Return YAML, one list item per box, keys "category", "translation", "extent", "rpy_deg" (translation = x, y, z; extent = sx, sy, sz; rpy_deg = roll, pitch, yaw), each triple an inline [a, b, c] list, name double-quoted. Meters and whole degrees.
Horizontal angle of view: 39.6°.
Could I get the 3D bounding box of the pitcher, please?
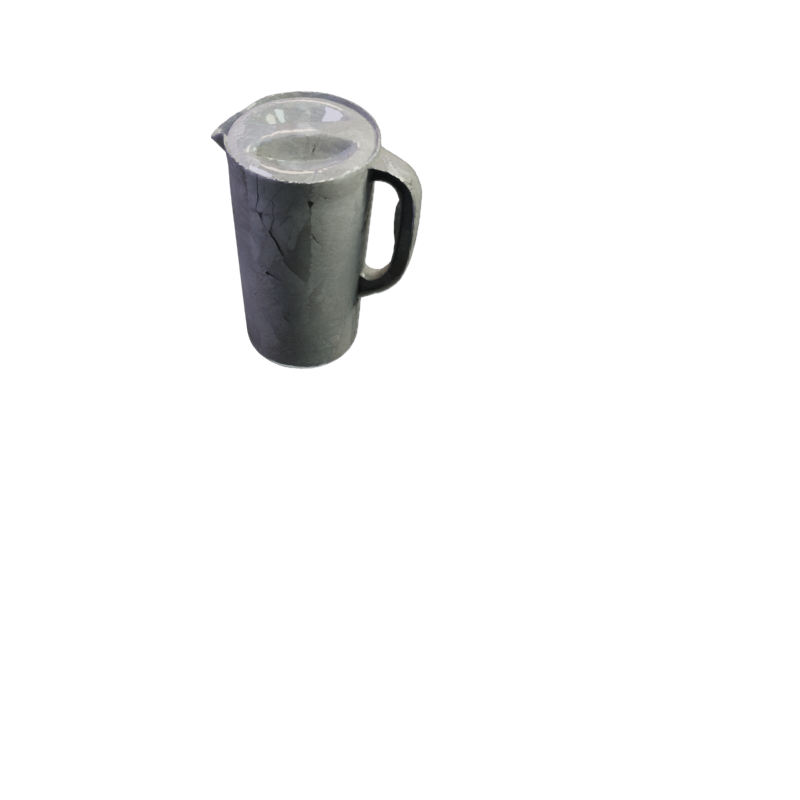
- category: "pitcher"
  translation: [-0.078, -0.143, 0.998]
  extent: [0.143, 0.226, 0.161]
  rpy_deg: [-18, 48, -20]
